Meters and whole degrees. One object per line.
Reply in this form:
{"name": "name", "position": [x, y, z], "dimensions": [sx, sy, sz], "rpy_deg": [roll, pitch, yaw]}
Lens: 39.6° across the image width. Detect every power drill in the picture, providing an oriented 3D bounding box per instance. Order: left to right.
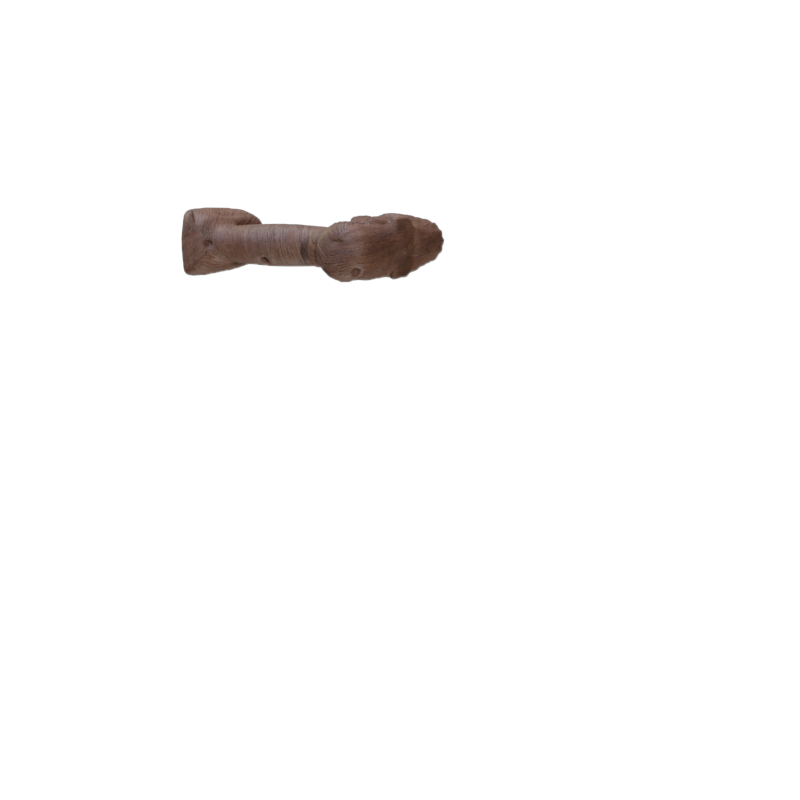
{"name": "power drill", "position": [-0.072, -0.132, 0.925], "dimensions": [0.194, 0.057, 0.181], "rpy_deg": [4, 10, 25]}
